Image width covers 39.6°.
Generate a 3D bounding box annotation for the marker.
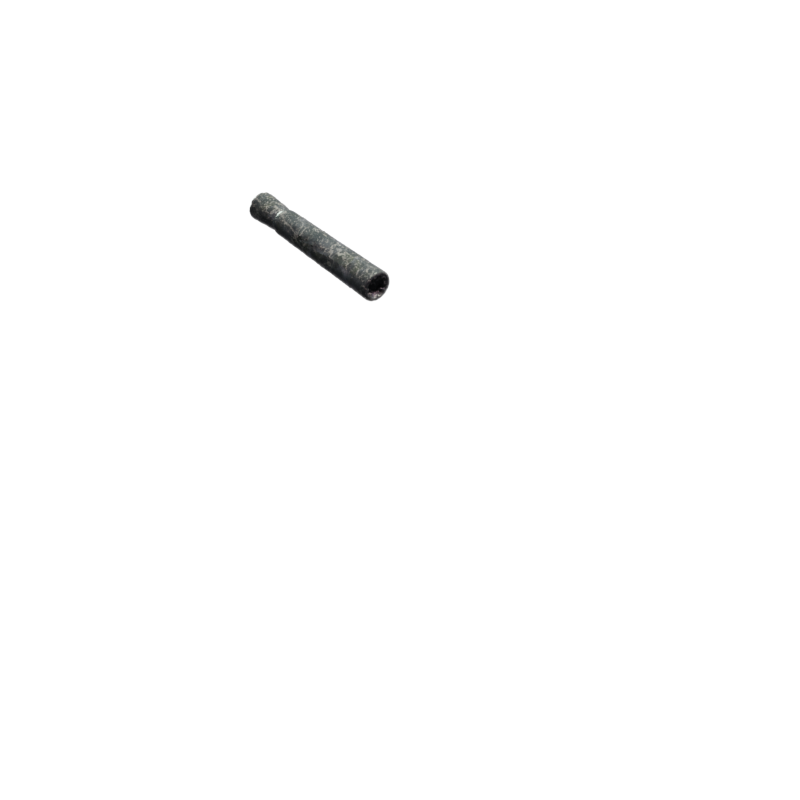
[{"bbox_3d":[-0.052,-0.094,0.659,0.019,0.019,0.130,-3,31,-42],"label":"marker"}]
